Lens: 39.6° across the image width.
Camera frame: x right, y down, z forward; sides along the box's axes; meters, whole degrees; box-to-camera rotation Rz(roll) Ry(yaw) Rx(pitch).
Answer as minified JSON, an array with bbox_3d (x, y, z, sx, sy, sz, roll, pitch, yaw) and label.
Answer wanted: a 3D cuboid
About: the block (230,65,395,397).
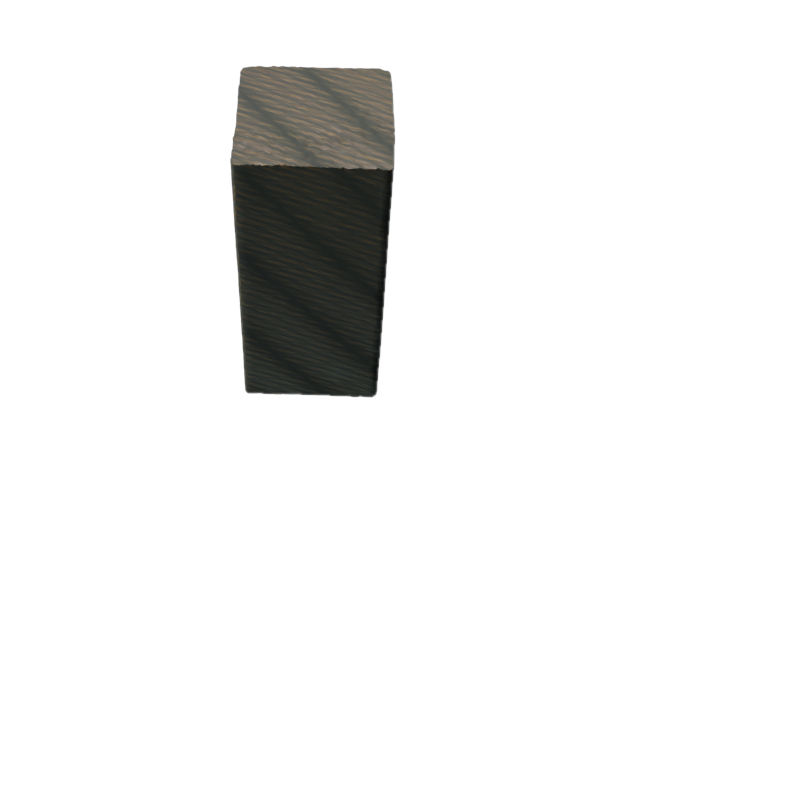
[{"bbox_3d":[-0.054,-0.100,0.696,0.091,0.097,0.192,2,-39,-2],"label":"block"}]
